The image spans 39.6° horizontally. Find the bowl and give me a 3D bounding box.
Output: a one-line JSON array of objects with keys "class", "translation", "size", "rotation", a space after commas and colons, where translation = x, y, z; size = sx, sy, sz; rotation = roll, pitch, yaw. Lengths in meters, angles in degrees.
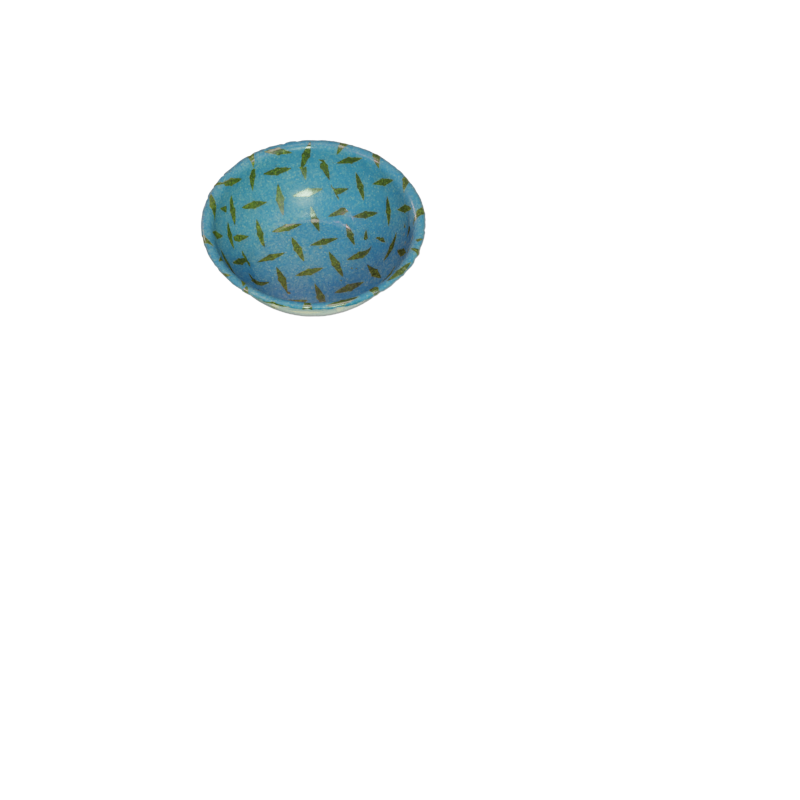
[{"class": "bowl", "translation": [-0.064, -0.117, 0.818], "size": [0.162, 0.174, 0.051], "rotation": [-1, -37, -1]}]
